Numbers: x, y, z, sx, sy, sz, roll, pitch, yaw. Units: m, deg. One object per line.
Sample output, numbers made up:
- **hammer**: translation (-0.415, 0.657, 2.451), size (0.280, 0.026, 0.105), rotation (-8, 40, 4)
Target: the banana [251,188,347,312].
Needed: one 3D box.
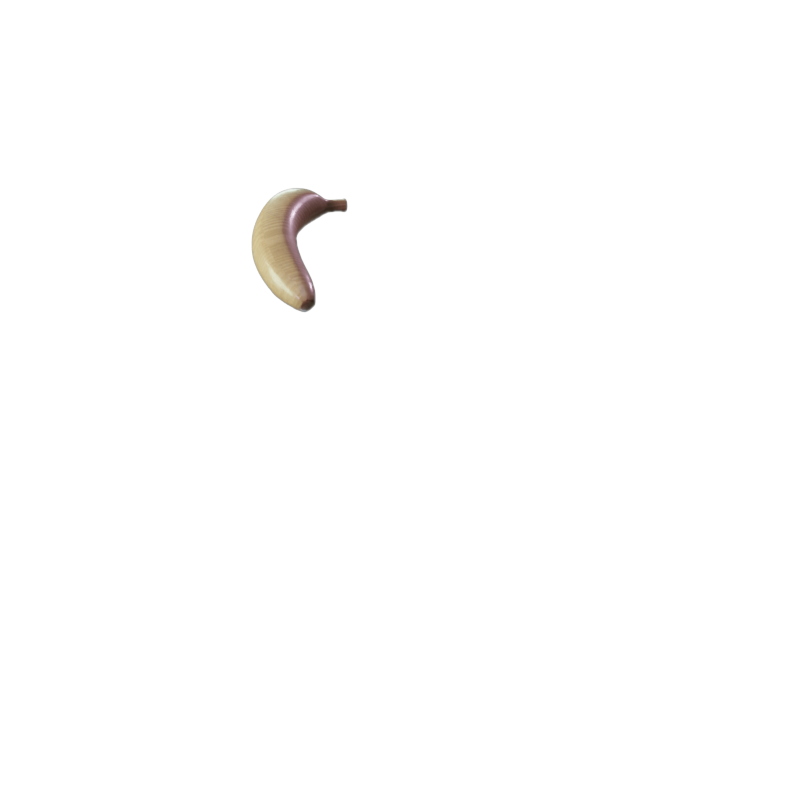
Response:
- **banana**: translation (-0.090, -0.135, 0.923), size (0.070, 0.034, 0.208), rotation (4, 34, 5)
